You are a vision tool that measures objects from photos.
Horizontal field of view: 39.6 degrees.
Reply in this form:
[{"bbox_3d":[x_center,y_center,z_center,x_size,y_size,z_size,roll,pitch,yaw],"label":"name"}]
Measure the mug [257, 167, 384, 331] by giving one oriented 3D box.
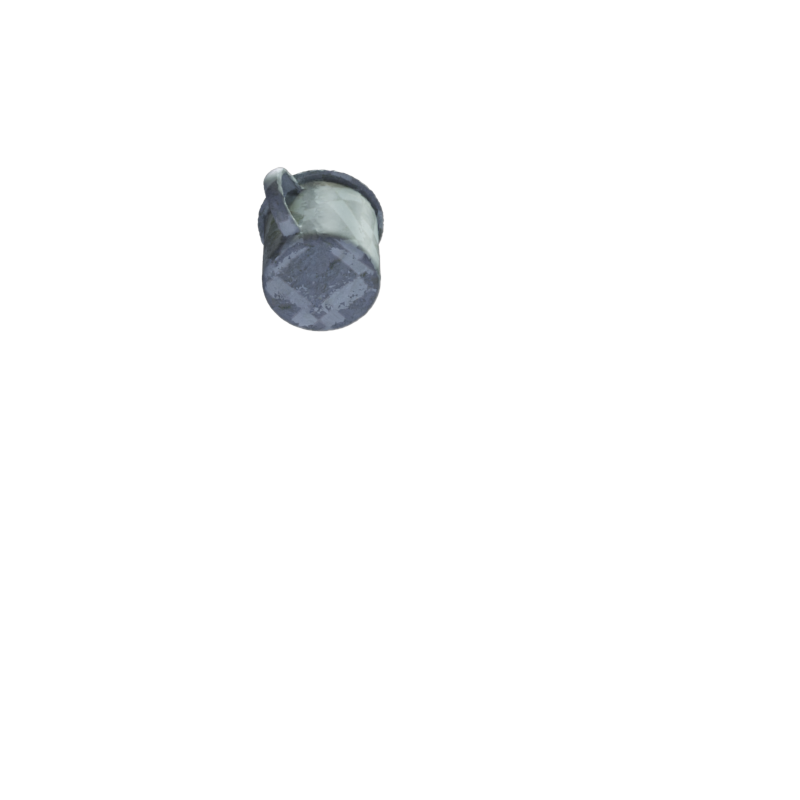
[{"bbox_3d":[-0.061,-0.111,0.776,0.093,0.109,0.087,-22,35,14],"label":"mug"}]
